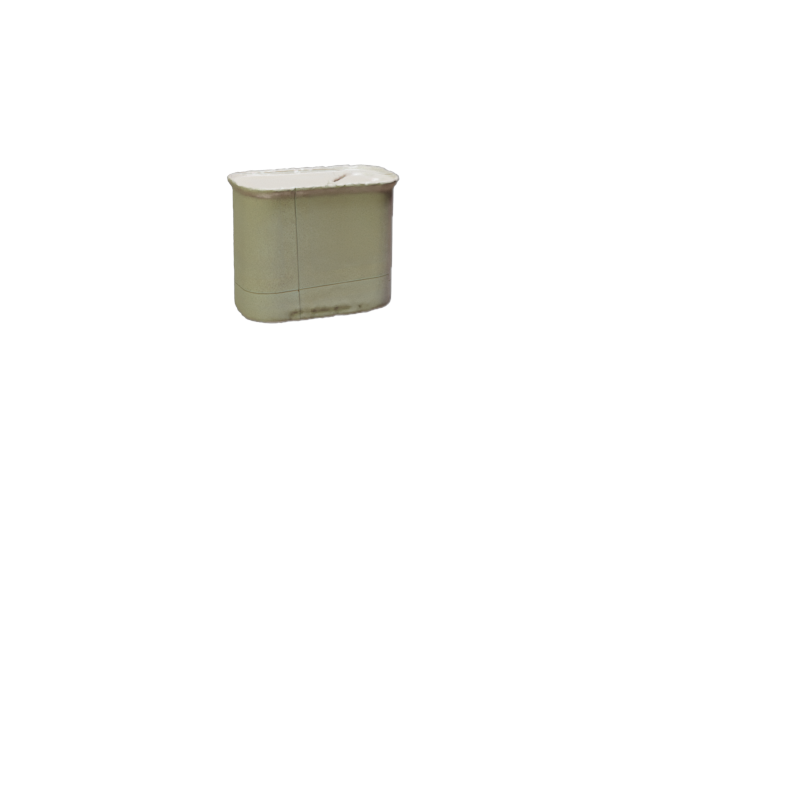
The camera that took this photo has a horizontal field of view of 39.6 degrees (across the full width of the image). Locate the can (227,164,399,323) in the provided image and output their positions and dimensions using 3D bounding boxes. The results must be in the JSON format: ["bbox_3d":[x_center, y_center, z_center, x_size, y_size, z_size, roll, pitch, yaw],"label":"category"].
[{"bbox_3d":[-0.053,-0.097,0.682,0.100,0.081,0.061,-7,19,-21],"label":"can"}]
